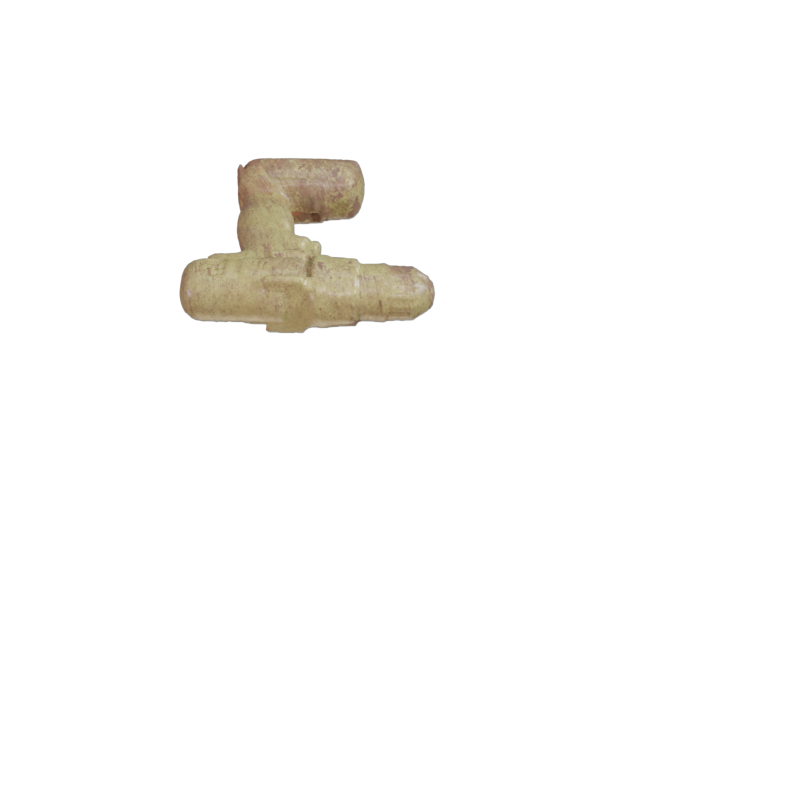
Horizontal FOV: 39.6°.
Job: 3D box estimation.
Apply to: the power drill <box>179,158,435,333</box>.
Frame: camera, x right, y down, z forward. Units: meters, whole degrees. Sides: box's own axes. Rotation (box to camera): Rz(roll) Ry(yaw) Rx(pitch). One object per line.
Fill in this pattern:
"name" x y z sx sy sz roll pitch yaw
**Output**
"power drill" -0.067 -0.123 0.860 0.185 0.054 0.200 1 36 2
